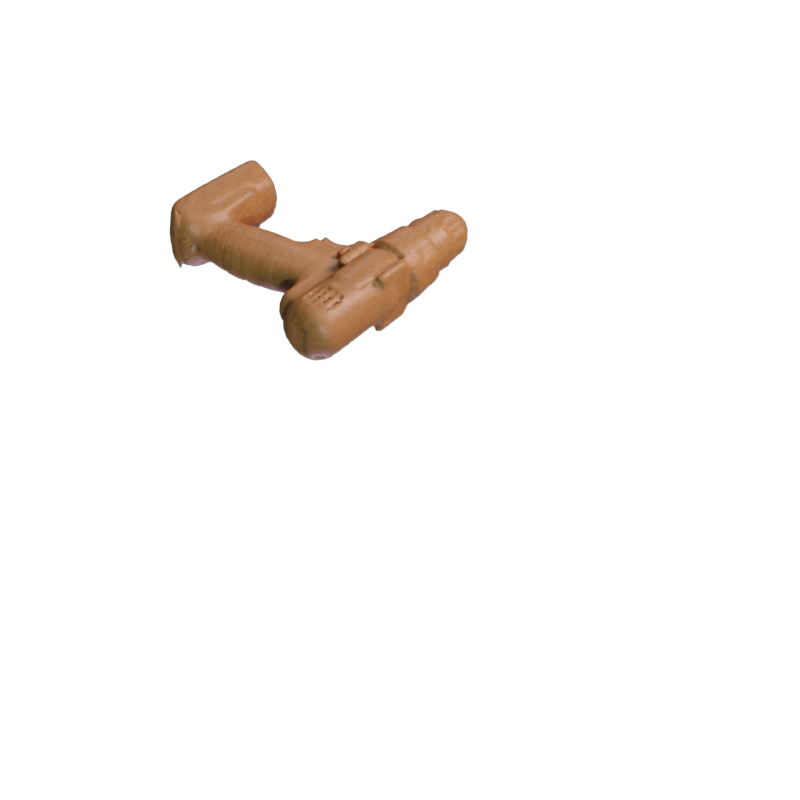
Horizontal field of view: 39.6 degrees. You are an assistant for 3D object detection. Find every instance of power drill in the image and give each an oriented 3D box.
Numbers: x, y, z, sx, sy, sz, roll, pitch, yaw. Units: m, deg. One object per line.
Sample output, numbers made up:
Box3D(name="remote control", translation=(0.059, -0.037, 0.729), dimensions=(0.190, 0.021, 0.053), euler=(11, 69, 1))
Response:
Box3D(name="power drill", translation=(-0.065, -0.119, 0.835), dimensions=(0.199, 0.054, 0.186), euler=(26, 45, 30))
